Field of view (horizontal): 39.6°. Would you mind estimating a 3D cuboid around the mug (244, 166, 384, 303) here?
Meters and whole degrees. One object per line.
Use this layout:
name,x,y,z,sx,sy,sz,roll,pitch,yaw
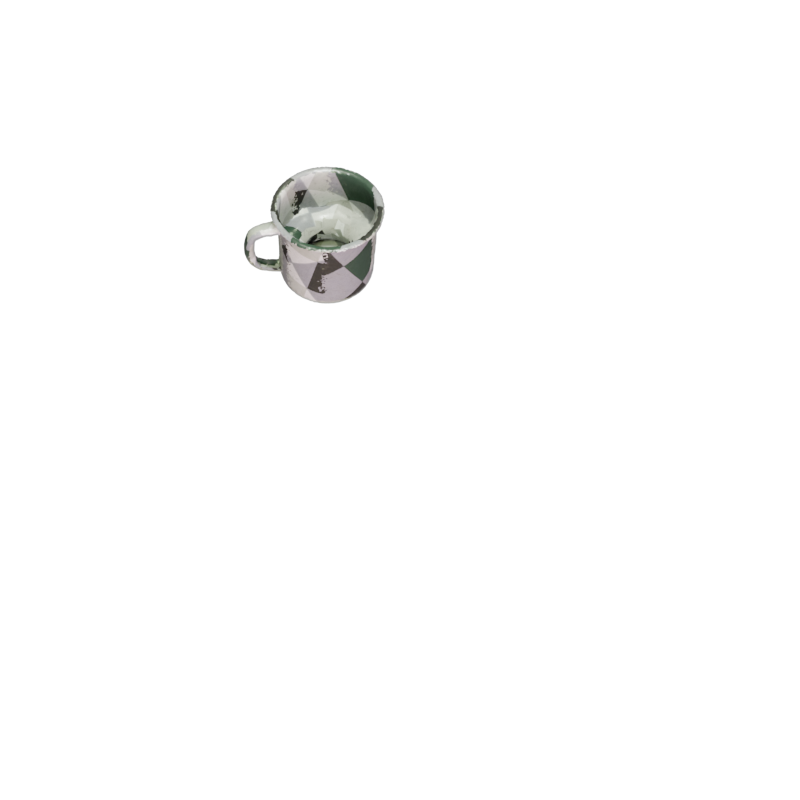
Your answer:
mug,-0.073,-0.133,0.931,0.116,0.100,0.076,-12,-35,-10
